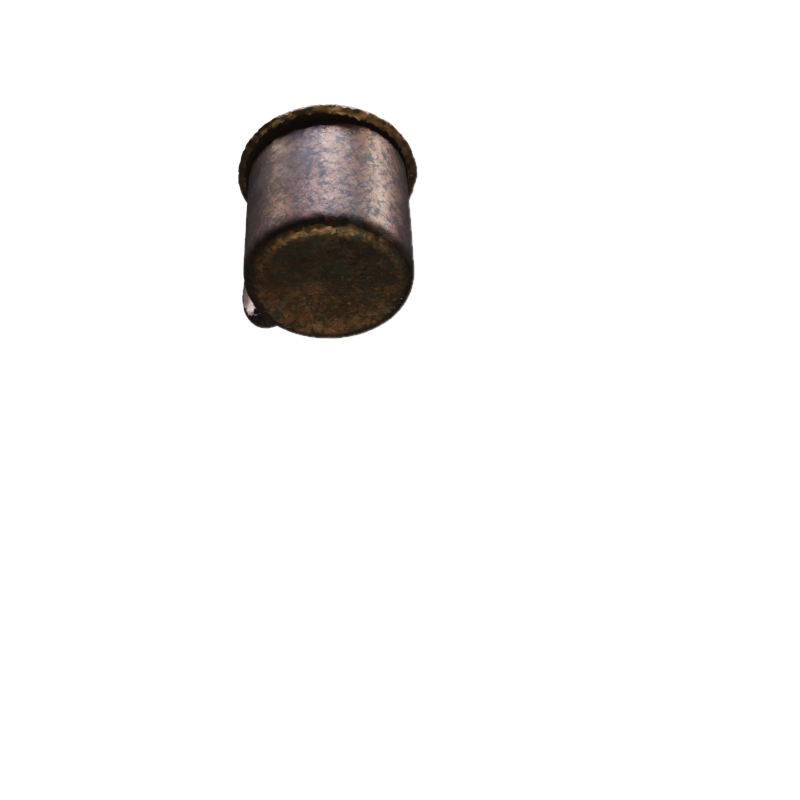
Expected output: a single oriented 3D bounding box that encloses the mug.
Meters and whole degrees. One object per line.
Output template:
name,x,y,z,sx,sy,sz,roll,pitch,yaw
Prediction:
mug,-0.043,-0.079,0.556,0.088,0.087,0.115,29,-50,-30
